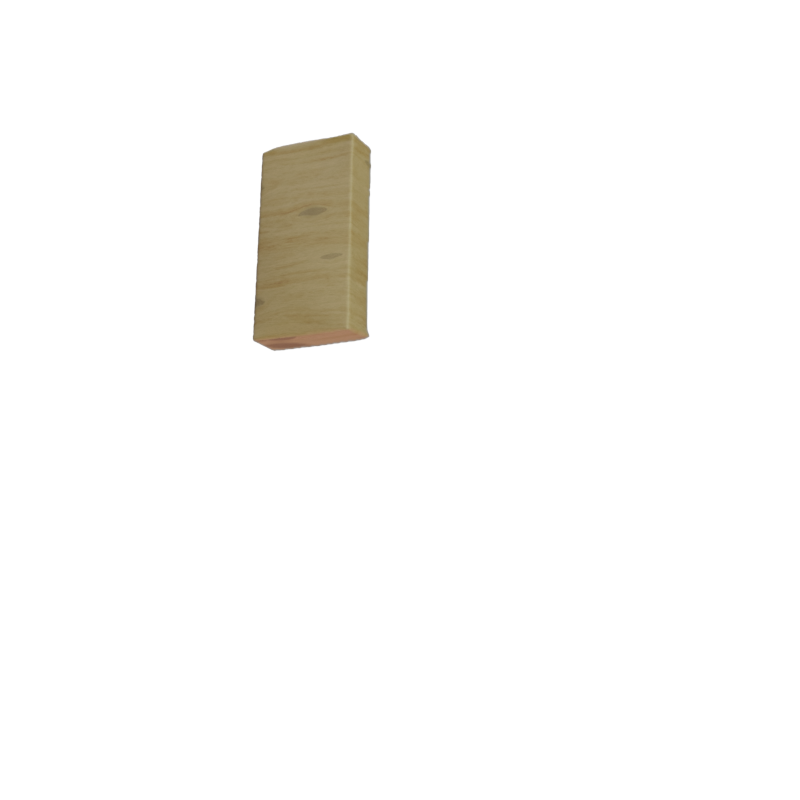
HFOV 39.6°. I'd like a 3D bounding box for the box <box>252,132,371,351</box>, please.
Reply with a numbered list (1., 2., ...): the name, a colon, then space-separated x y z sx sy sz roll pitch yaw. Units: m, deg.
1. box: -0.075 -0.135 0.948 0.095 0.184 0.045 -9 -19 24
